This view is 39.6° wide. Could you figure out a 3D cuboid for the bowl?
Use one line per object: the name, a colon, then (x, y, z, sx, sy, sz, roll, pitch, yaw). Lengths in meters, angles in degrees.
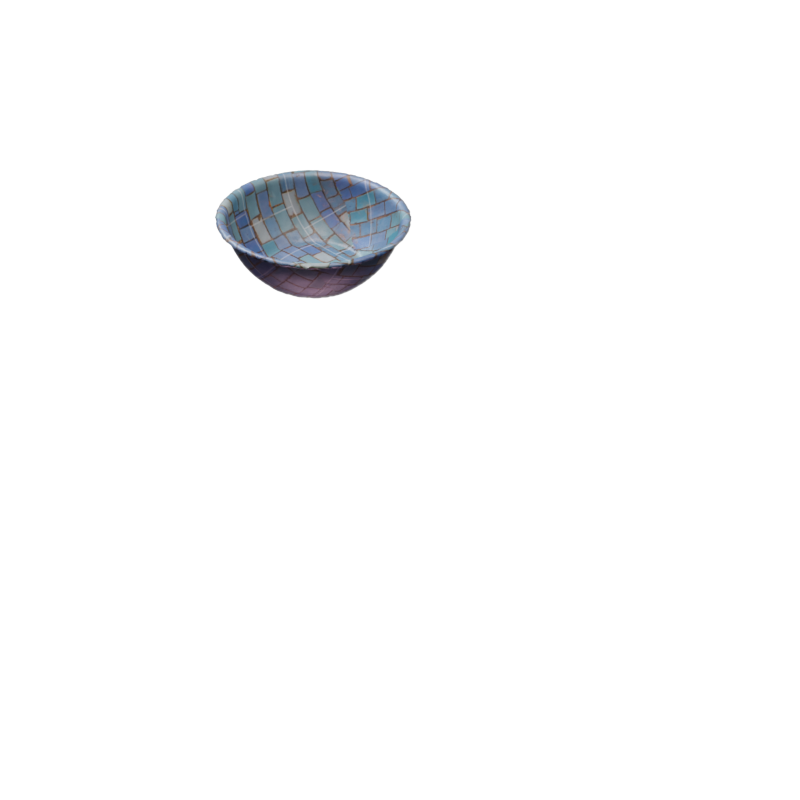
bowl: (-0.073, -0.133, 0.931, 0.162, 0.051, 0.173, -1, 37, -2)
